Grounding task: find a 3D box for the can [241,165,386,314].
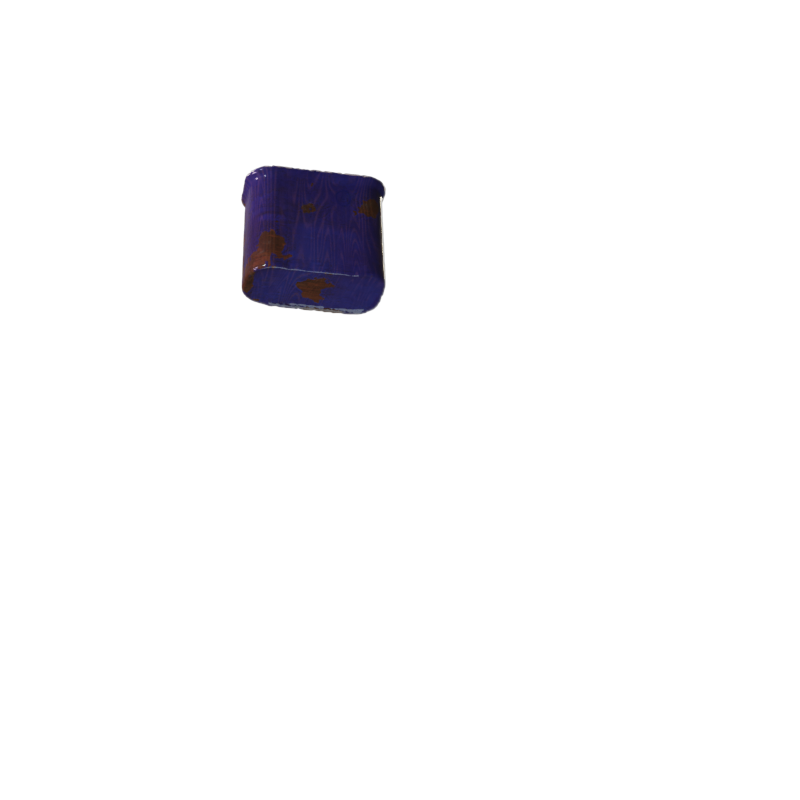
[{"bbox_3d":[-0.061,-0.111,0.775,0.100,0.089,0.055,5,-32,-10],"label":"can"}]
